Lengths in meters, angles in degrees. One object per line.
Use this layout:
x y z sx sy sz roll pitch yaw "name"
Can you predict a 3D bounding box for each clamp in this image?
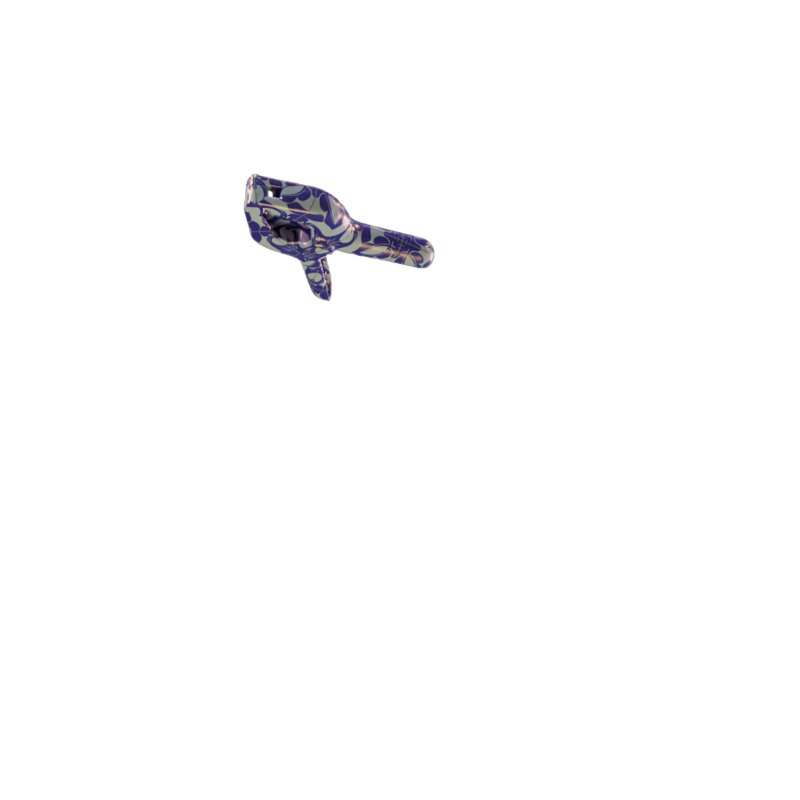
-0.070 -0.127 0.891 0.161 0.042 0.120 26 -39 -36 "clamp"
